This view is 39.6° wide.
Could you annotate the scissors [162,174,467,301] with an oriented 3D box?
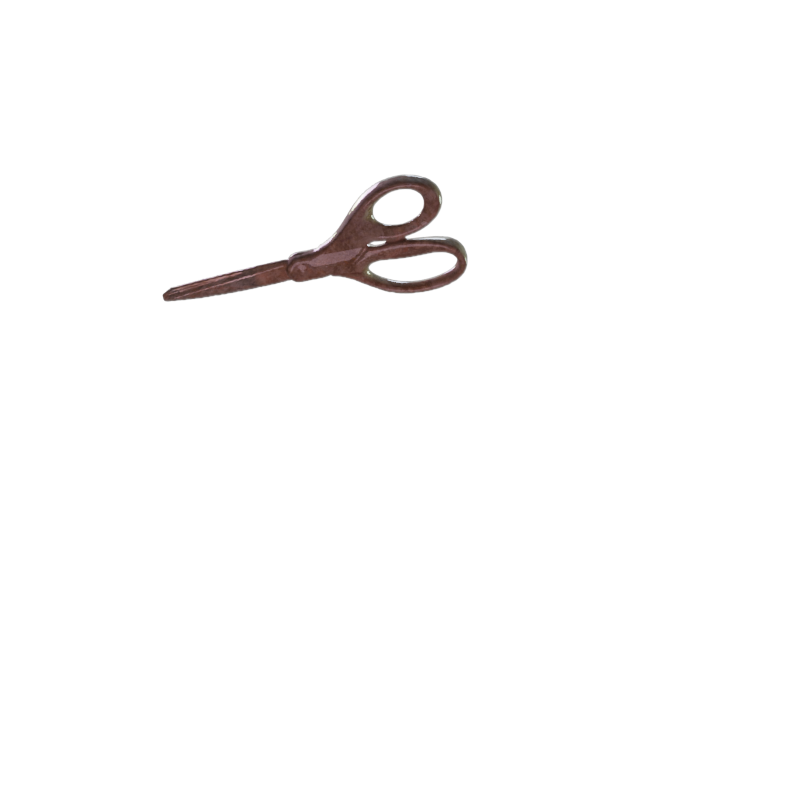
[{"bbox_3d":[-0.056,-0.102,0.718,0.201,0.090,0.017,1,36,0],"label":"scissors"}]
